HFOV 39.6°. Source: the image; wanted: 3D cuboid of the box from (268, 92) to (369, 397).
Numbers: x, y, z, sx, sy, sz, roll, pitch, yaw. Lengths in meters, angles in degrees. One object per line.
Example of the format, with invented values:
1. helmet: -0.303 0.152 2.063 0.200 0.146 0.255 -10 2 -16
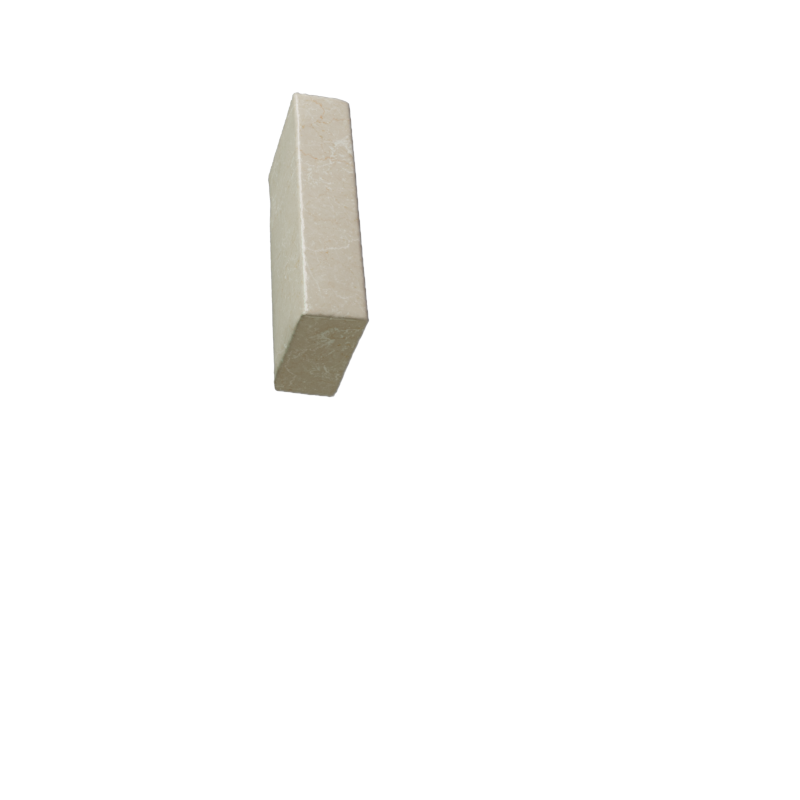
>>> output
1. box: -0.055 -0.101 0.710 0.047 0.189 0.089 7 -35 -14
